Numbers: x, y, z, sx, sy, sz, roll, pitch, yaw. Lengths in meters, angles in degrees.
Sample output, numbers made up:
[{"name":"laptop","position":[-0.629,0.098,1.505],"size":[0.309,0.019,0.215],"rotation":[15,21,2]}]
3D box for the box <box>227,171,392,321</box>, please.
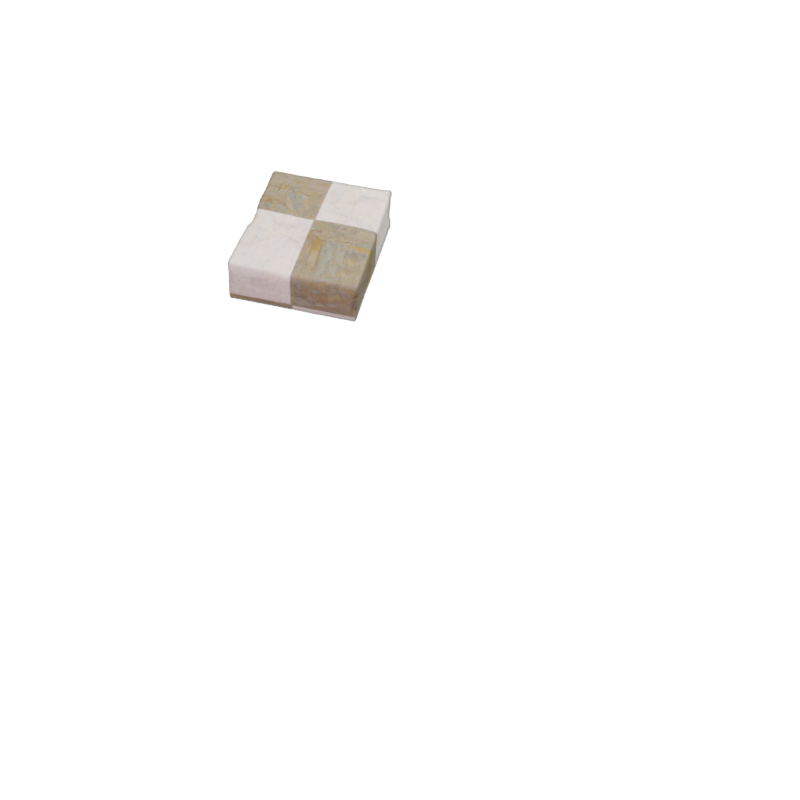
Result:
[{"name":"box","position":[-0.049,-0.090,0.629],"size":[0.074,0.028,0.094],"rotation":[10,46,9]}]
